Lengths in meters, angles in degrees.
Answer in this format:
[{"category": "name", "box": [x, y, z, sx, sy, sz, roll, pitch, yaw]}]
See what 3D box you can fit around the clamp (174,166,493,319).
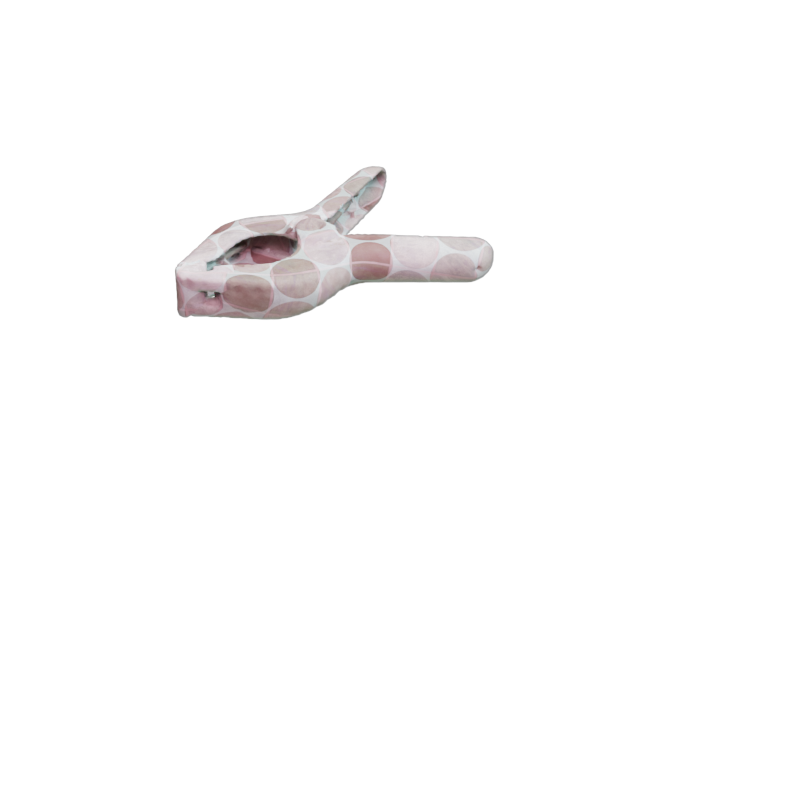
[{"category": "clamp", "box": [-0.048, -0.088, 0.619, 0.169, 0.037, 0.129, -12, 32, -20]}]
